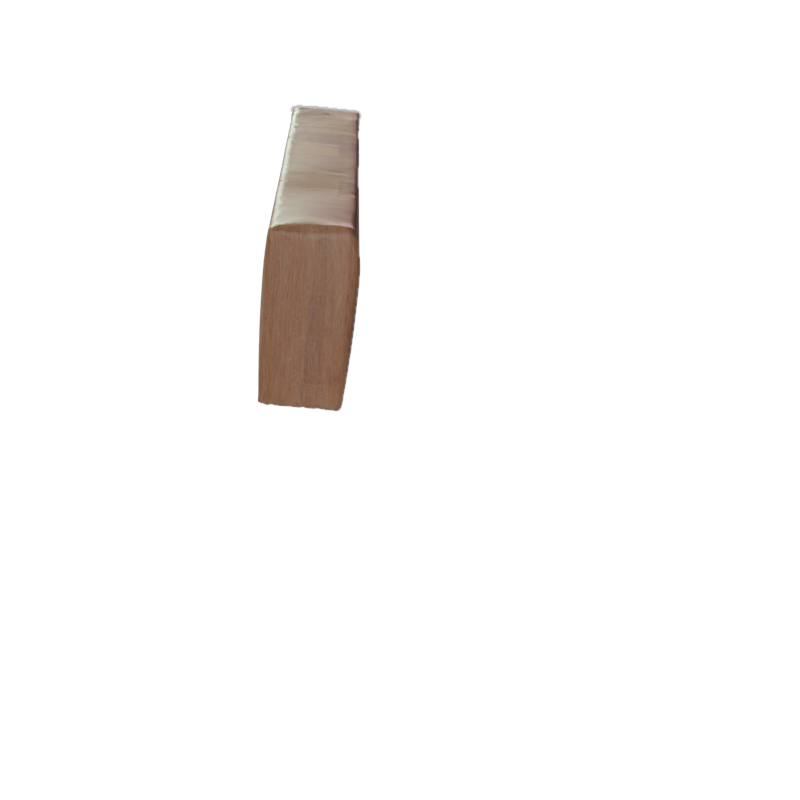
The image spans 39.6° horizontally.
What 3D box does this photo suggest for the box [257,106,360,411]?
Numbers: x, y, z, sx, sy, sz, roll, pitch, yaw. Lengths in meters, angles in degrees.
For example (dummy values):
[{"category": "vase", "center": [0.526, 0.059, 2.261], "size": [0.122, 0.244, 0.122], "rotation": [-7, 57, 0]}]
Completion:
[{"category": "box", "center": [-0.045, -0.082, 0.574], "size": [0.048, 0.089, 0.187], "rotation": [4, 29, -6]}]
